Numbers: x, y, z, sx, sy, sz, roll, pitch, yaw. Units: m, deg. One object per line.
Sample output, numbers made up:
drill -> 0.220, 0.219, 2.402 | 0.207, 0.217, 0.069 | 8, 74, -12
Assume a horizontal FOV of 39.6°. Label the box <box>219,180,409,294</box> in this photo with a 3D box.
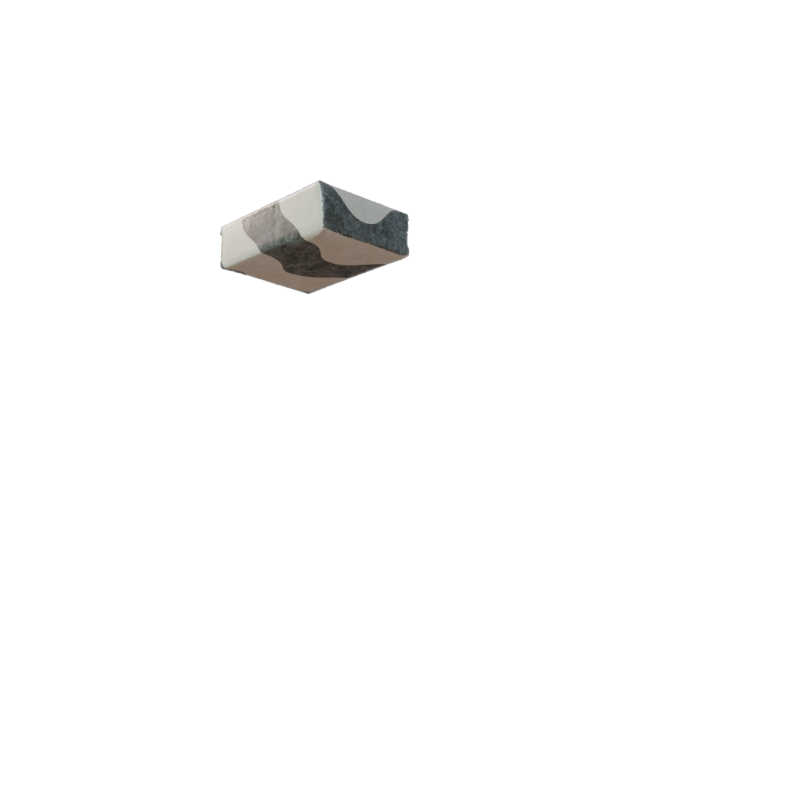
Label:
box -> -0.064, -0.116, 0.810 | 0.115, 0.040, 0.085 | -13, -19, 43
